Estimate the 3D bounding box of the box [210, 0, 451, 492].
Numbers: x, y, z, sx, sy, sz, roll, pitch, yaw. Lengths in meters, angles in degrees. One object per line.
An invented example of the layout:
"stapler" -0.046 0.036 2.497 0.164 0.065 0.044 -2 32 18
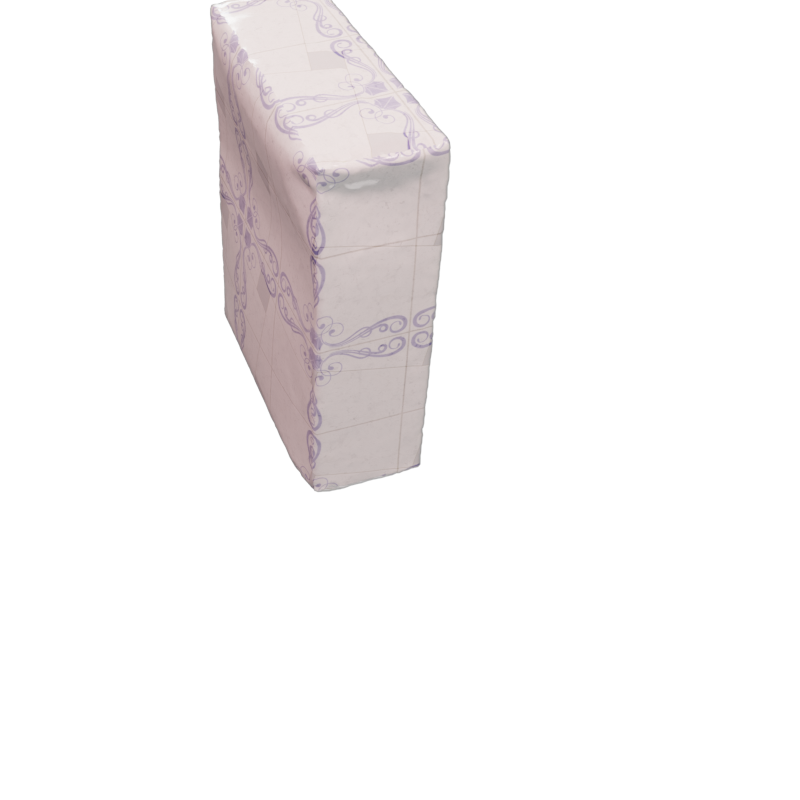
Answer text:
"box" -0.046 -0.084 0.586 0.071 0.199 0.178 -13 45 -18
